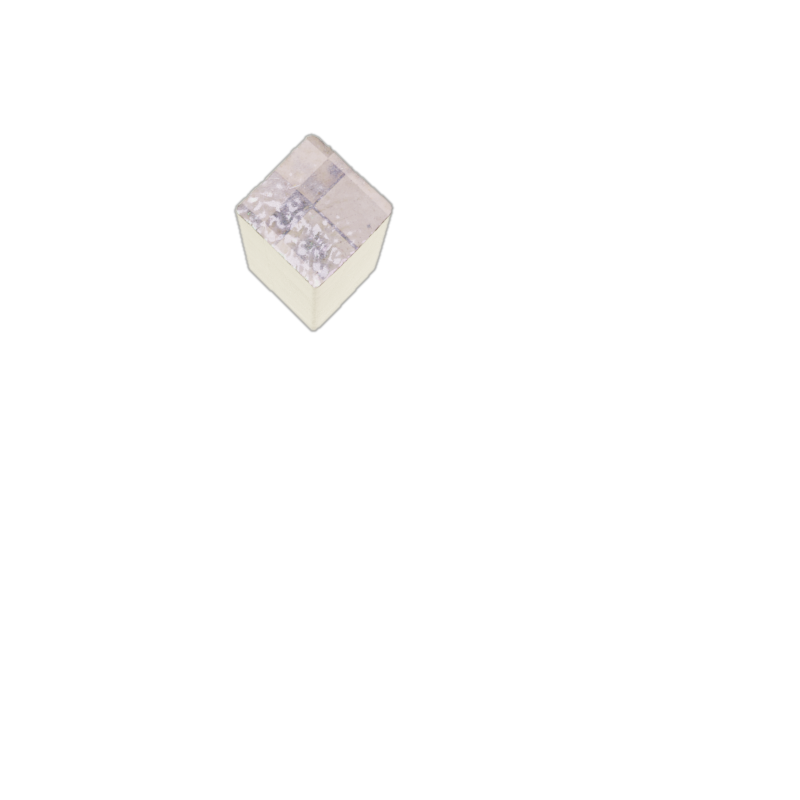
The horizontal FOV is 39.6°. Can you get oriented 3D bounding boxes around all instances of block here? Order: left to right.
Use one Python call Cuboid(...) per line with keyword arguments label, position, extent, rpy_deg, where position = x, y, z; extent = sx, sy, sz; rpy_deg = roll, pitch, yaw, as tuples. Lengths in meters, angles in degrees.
Cuboid(label="block", position=(-0.073, -0.135, 0.942), extent=(0.092, 0.091, 0.201), rpy_deg=(44, -8, 2))
